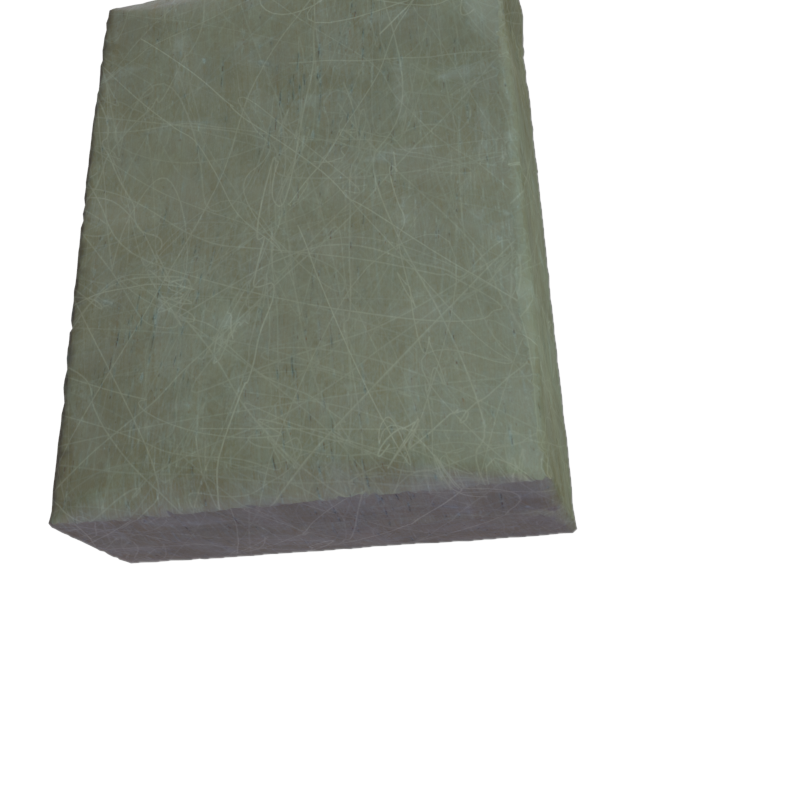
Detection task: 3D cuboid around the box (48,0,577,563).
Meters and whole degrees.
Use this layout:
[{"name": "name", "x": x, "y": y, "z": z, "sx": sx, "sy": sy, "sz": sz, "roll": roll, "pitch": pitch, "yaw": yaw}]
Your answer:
[{"name": "box", "x": -0.032, "y": -0.058, "z": 0.406, "sx": 0.166, "sy": 0.226, "sz": 0.067, "roll": -8, "pitch": -26, "yaw": 14}]
